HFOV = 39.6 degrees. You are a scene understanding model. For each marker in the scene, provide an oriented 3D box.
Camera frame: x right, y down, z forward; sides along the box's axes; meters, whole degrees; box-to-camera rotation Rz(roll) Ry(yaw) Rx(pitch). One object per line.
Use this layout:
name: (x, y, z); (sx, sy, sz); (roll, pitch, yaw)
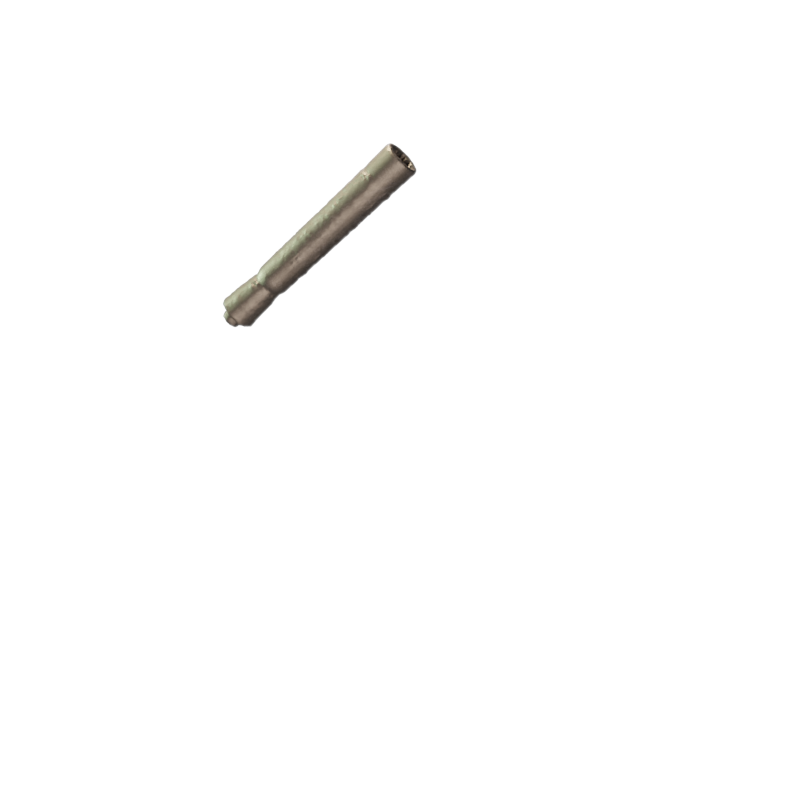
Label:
marker: (-0.042, -0.076, 0.532); (0.119, 0.020, 0.019); (-40, -12, 20)
